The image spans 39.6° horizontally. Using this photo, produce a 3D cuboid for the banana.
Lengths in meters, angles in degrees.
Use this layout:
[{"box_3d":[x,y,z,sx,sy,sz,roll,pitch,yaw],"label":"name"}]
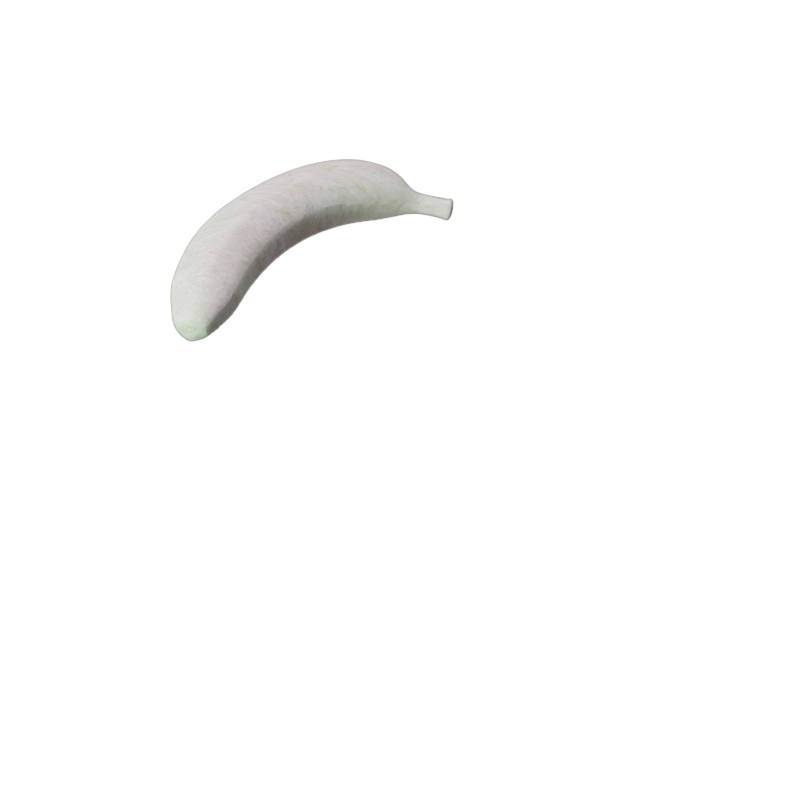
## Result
[{"box_3d":[-0.055,-0.087,0.564,0.074,0.034,0.198,24,40,32],"label":"banana"}]
